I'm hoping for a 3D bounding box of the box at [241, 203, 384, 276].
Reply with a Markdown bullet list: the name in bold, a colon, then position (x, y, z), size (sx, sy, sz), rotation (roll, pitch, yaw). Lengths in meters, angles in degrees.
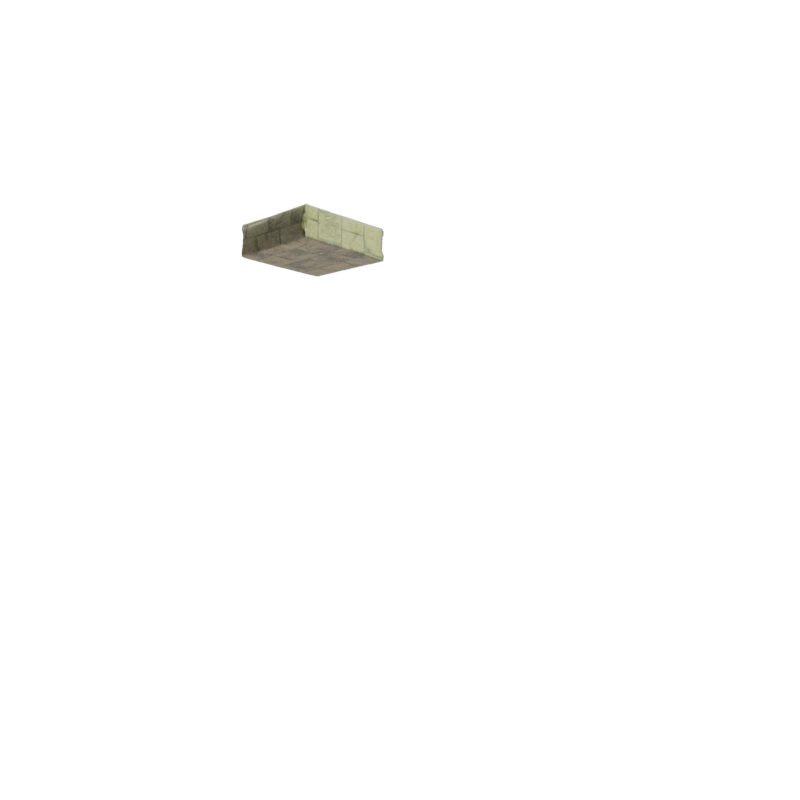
- **box**: position (-0.068, -0.124, 0.869), size (0.075, 0.031, 0.084), rotation (-10, -13, 43)
